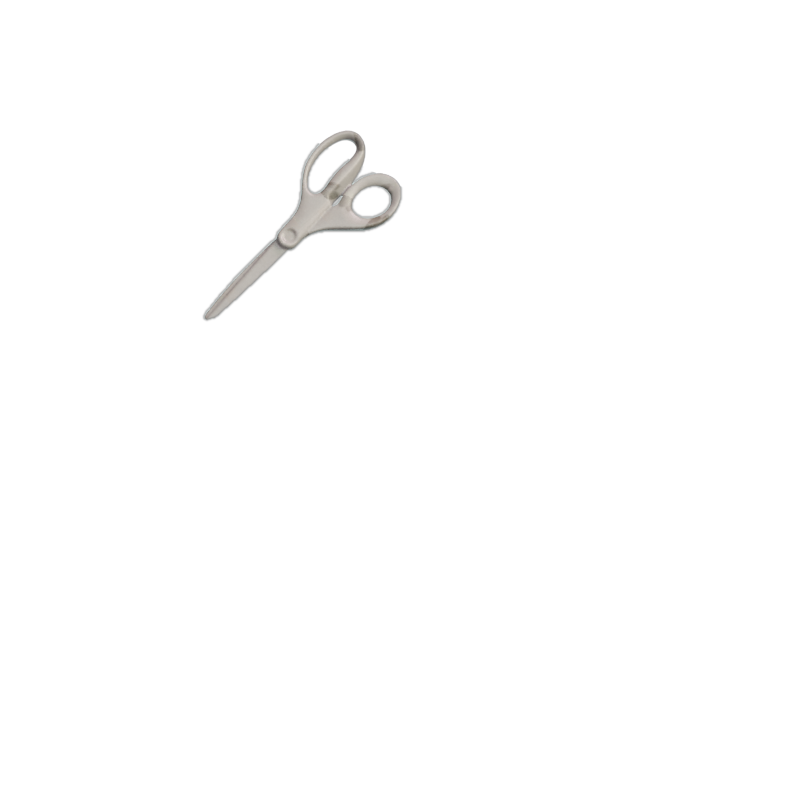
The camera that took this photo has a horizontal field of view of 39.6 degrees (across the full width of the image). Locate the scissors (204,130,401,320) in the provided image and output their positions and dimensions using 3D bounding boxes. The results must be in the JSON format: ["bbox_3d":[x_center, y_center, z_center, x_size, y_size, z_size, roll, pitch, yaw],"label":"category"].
[{"bbox_3d":[-0.073,-0.132,0.926,0.098,0.205,0.015,27,-13,7],"label":"scissors"}]
